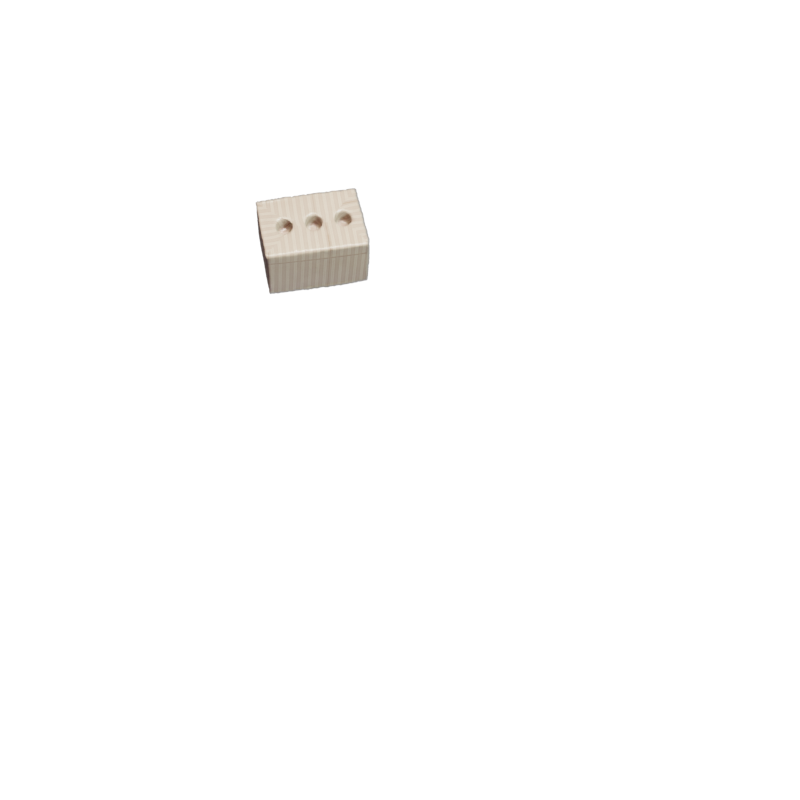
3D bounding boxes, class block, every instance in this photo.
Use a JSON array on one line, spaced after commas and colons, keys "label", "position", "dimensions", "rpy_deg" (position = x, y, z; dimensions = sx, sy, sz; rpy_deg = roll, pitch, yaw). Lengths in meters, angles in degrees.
[{"label": "block", "position": [-0.065, -0.118, 0.825], "dimensions": [0.077, 0.057, 0.048], "rpy_deg": [-9, -31, -7]}]
